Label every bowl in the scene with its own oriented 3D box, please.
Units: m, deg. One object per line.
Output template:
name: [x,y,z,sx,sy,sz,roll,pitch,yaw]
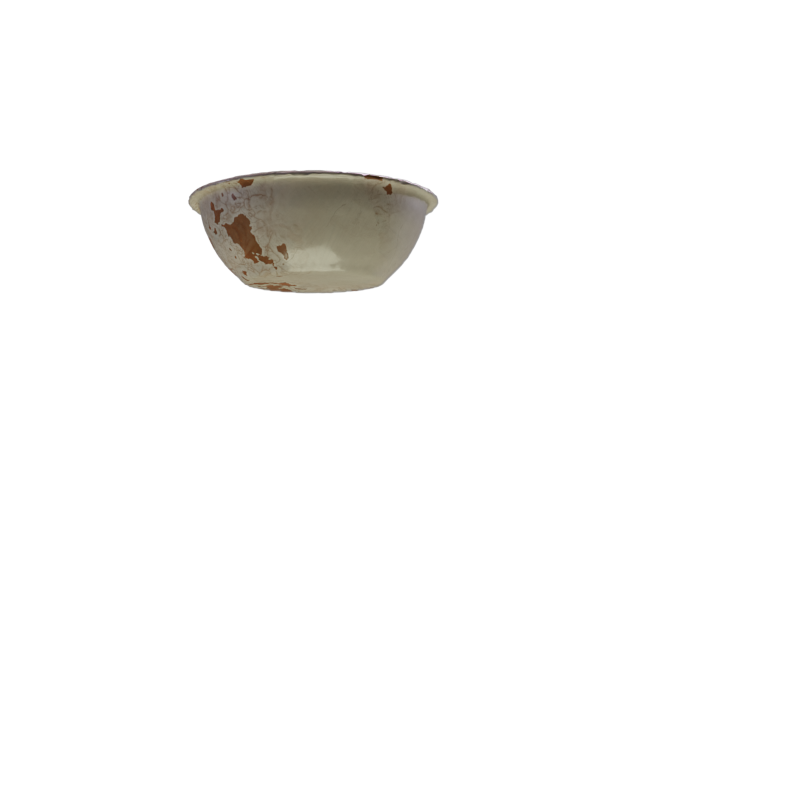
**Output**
bowl: [-0.056,-0.102,0.715,0.162,0.056,0.160,0,-4,-2]
